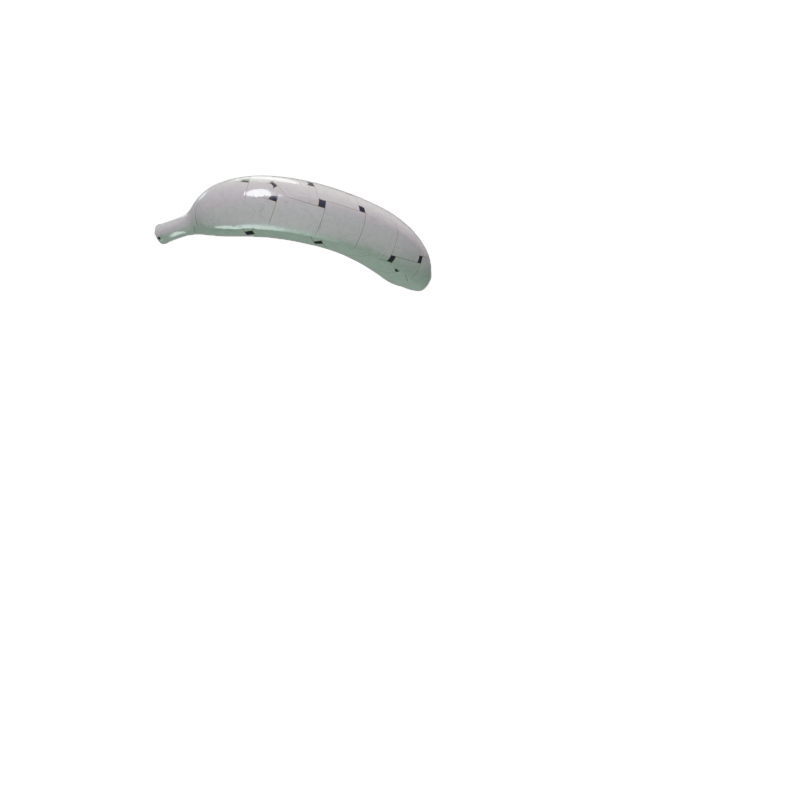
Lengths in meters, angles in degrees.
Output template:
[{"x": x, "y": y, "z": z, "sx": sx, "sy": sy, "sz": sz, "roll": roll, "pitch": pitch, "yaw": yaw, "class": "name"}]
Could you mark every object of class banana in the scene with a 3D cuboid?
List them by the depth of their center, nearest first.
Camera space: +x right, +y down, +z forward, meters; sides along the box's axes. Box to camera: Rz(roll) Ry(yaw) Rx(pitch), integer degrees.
[{"x": -0.047, "y": -0.104, "z": 0.679, "sx": 0.189, "sy": 0.038, "sz": 0.070, "roll": 9, "pitch": -19, "yaw": -31, "class": "banana"}]
